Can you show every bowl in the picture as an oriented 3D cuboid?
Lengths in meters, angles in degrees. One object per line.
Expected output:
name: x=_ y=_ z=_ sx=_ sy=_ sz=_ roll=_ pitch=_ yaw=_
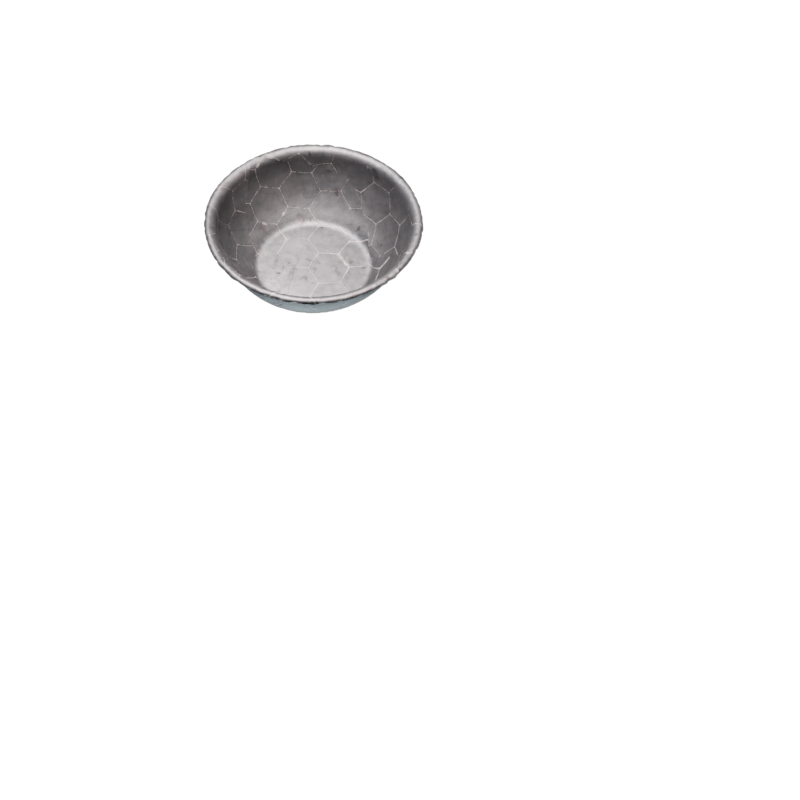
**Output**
bowl: x=-0.065 y=-0.119 z=0.836 sx=0.162 sy=0.174 sz=0.051 roll=-1 pitch=-39 yaw=-1
